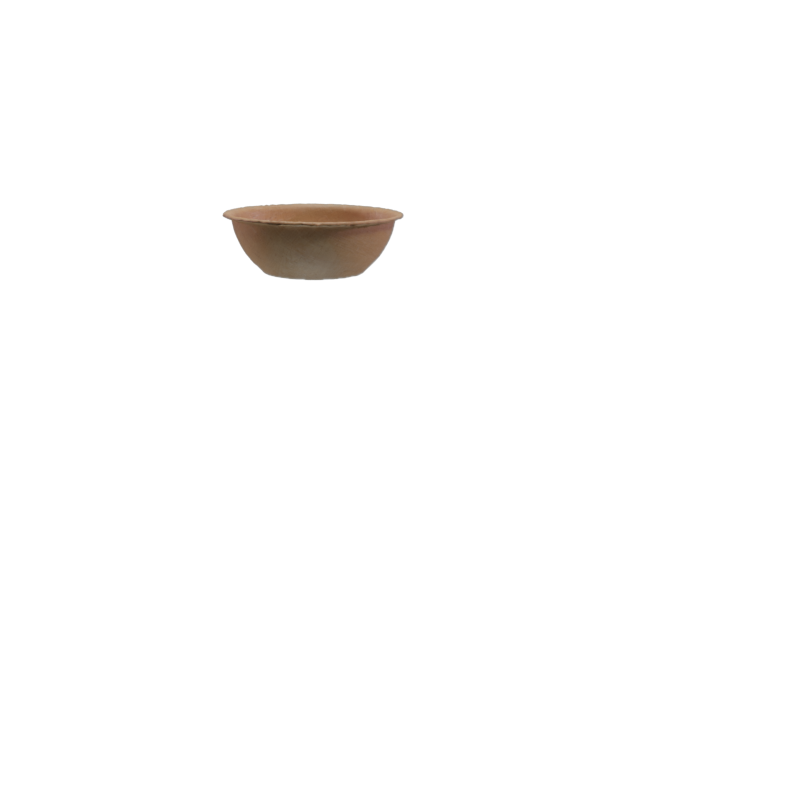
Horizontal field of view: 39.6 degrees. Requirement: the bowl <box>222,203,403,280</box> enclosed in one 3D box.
[{"bbox_3d":[-0.078,-0.142,0.996,0.162,0.054,0.167,0,15,-2],"label":"bowl"}]
